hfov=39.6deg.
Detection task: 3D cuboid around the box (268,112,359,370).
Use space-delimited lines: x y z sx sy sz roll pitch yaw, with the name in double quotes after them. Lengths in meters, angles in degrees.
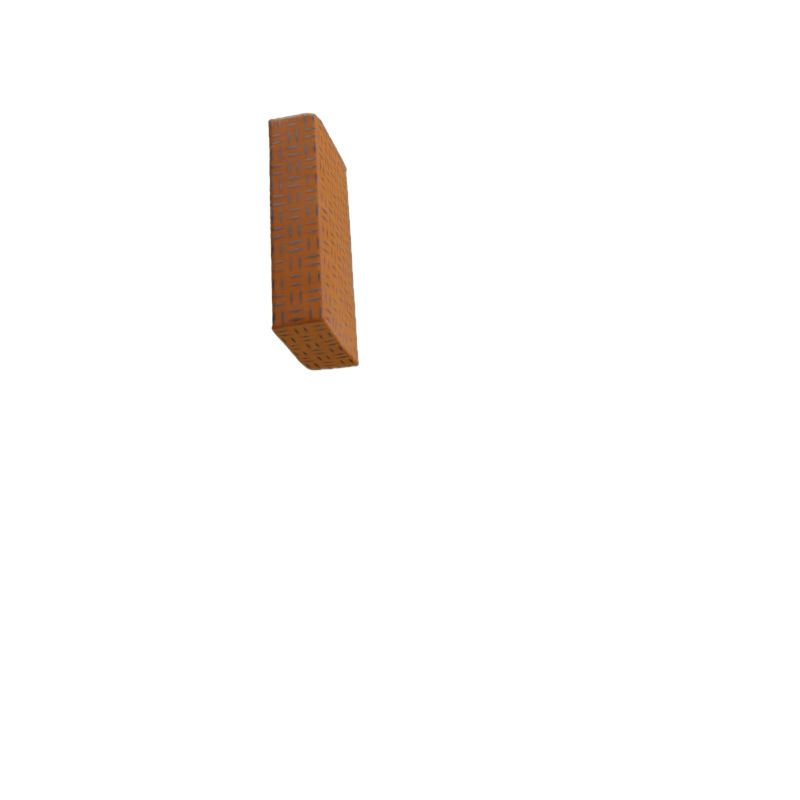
-0.065 -0.120 0.837 0.049 0.186 0.087 -8 -25 12 "box"
